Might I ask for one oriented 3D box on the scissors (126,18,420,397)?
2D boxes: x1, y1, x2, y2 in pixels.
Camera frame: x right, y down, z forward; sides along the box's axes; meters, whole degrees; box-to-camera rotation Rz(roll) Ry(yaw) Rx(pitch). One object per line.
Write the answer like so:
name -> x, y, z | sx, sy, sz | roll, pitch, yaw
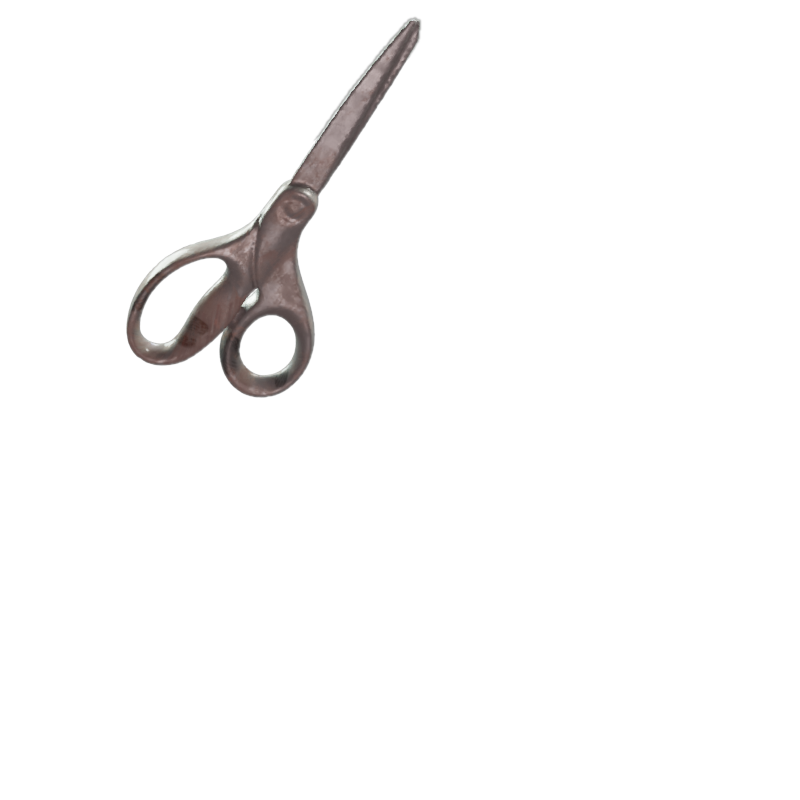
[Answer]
scissors -> -0.039, -0.071, 0.500 | 0.200, 0.091, 0.017 | -37, 23, 19
